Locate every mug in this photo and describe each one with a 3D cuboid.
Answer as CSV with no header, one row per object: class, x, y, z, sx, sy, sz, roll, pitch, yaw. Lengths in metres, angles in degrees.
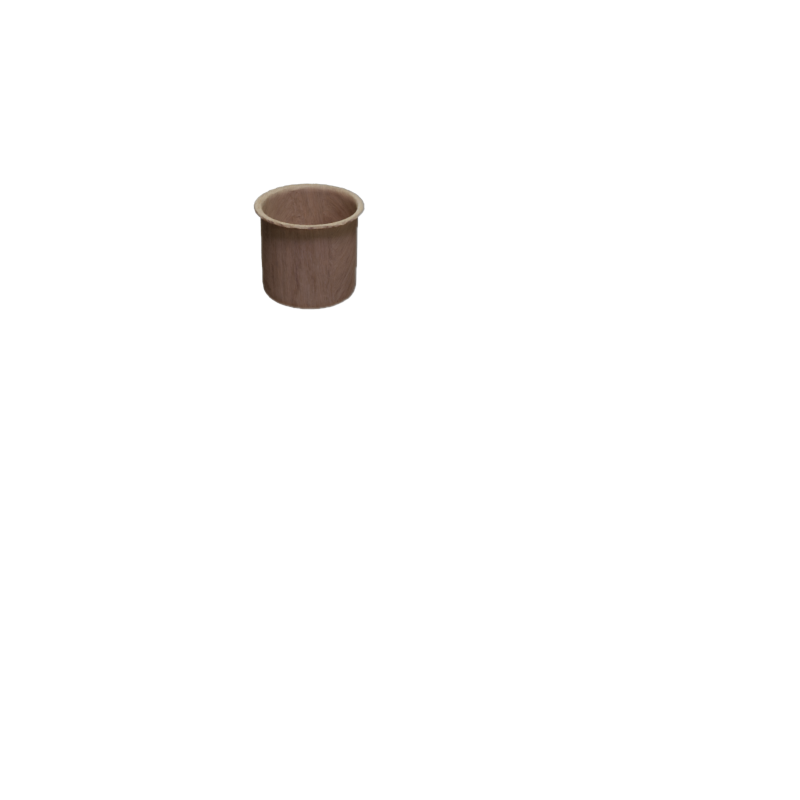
mug,-0.075,-0.136,0.955,0.095,0.077,0.122,8,31,11
